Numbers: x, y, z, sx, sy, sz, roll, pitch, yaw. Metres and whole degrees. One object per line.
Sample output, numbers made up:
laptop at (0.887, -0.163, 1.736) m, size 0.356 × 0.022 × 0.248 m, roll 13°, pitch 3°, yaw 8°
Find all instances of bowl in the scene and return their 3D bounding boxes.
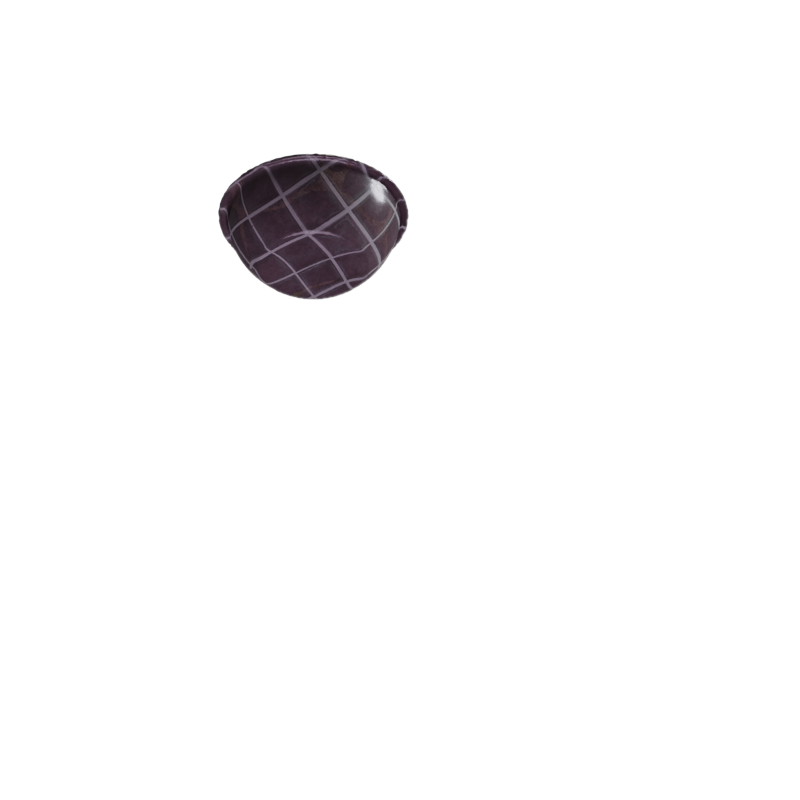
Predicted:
bowl at (-0.073, -0.132, 0.928) m, size 0.162 × 0.059 × 0.151 m, roll 1°, pitch -34°, yaw -2°
